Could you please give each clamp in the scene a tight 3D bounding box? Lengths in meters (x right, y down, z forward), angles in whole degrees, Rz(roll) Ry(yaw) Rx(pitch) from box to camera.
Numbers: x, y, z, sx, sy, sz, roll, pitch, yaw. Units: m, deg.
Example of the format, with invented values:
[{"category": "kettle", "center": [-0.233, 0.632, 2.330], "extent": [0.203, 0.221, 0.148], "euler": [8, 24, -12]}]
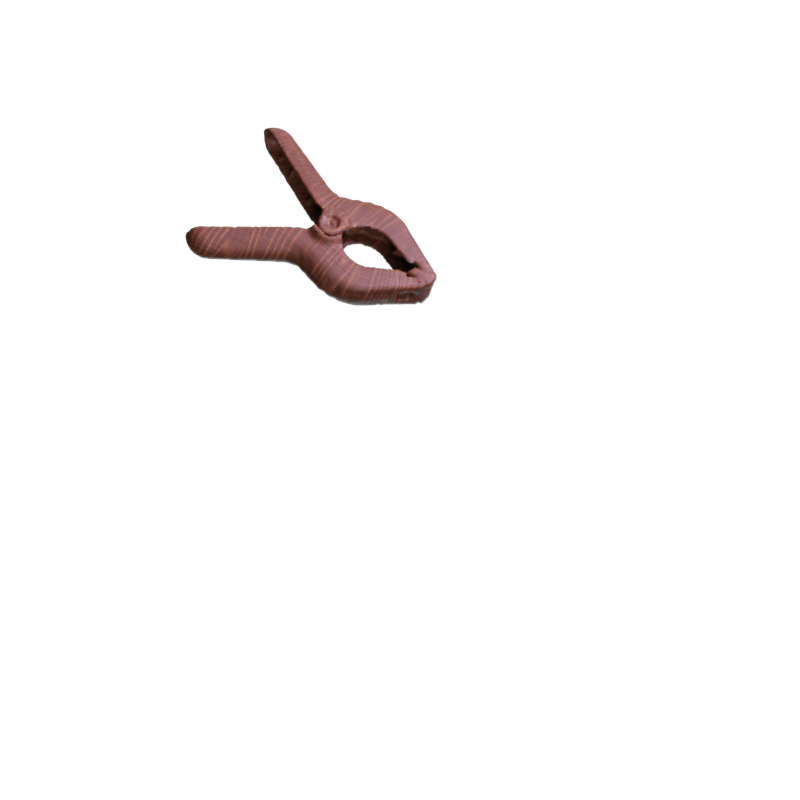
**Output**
[{"category": "clamp", "center": [-0.061, -0.111, 0.775], "extent": [0.178, 0.122, 0.037], "euler": [35, -22, 16]}]
